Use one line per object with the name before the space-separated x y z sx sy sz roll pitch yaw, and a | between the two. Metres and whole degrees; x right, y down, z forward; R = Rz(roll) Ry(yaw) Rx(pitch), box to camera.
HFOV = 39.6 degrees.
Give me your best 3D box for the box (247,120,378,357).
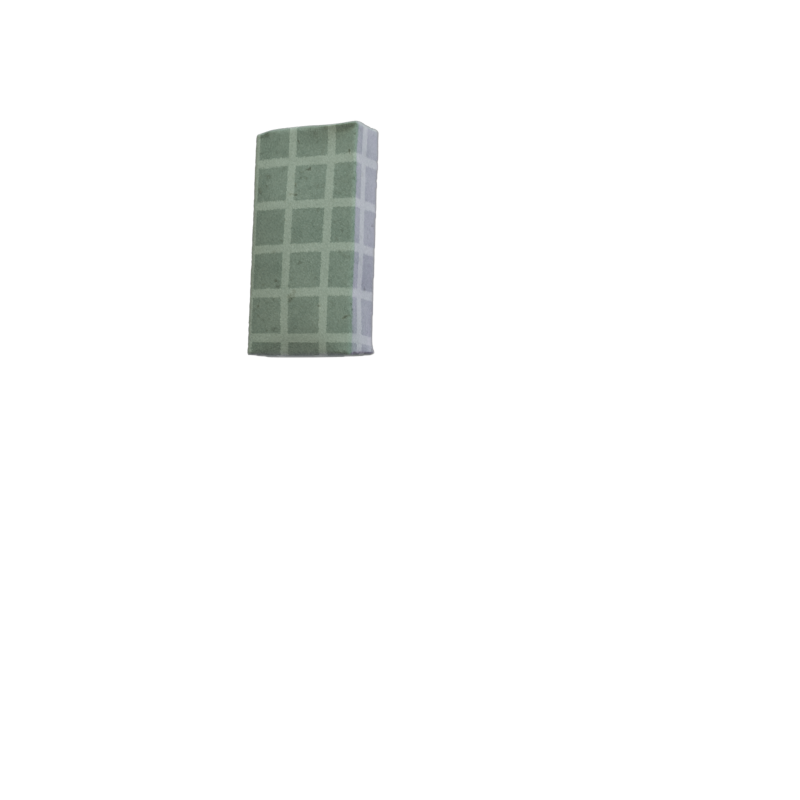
box | -0.067 -0.121 0.850 0.096 0.179 0.046 -3 -7 28
